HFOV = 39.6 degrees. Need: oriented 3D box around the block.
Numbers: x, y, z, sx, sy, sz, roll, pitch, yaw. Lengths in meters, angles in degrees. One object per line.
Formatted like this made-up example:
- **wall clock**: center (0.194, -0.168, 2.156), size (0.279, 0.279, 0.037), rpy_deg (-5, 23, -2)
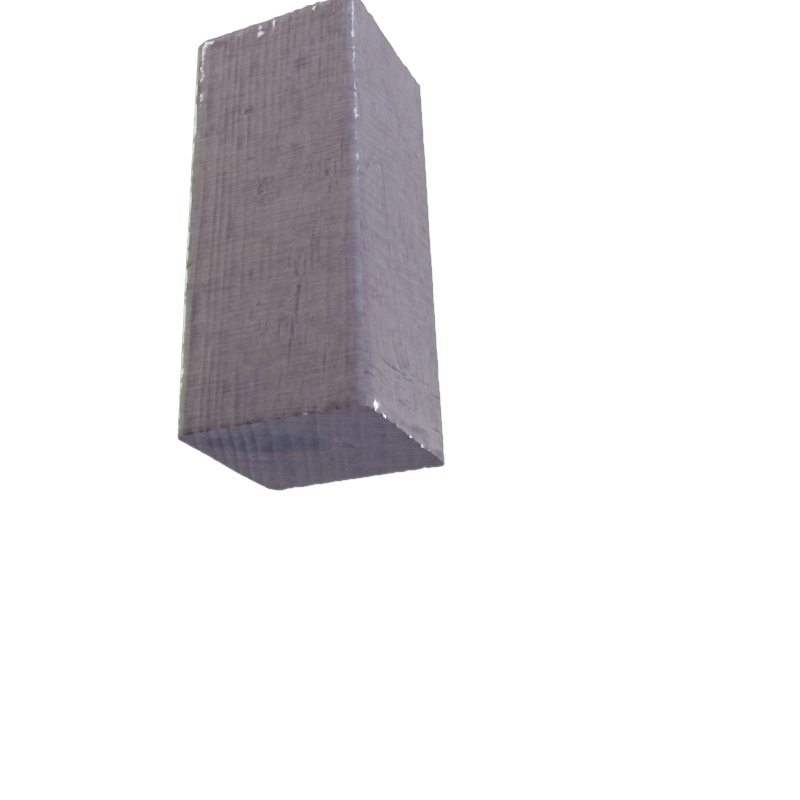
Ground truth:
- **block**: center (-0.042, -0.075, 0.524), size (0.092, 0.219, 0.084), rpy_deg (-13, -28, 21)
